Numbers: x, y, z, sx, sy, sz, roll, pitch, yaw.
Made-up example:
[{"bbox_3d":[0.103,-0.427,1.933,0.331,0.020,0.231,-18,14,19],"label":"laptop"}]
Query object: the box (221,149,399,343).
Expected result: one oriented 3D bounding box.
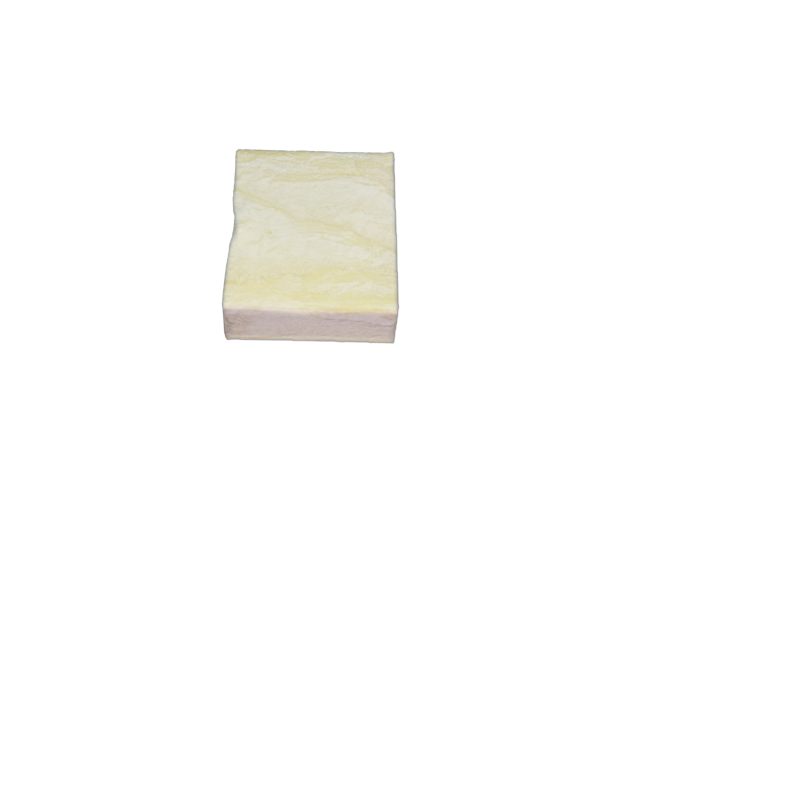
[{"bbox_3d":[-0.038,-0.070,0.486,0.073,0.095,0.028,1,-33,0],"label":"box"}]
